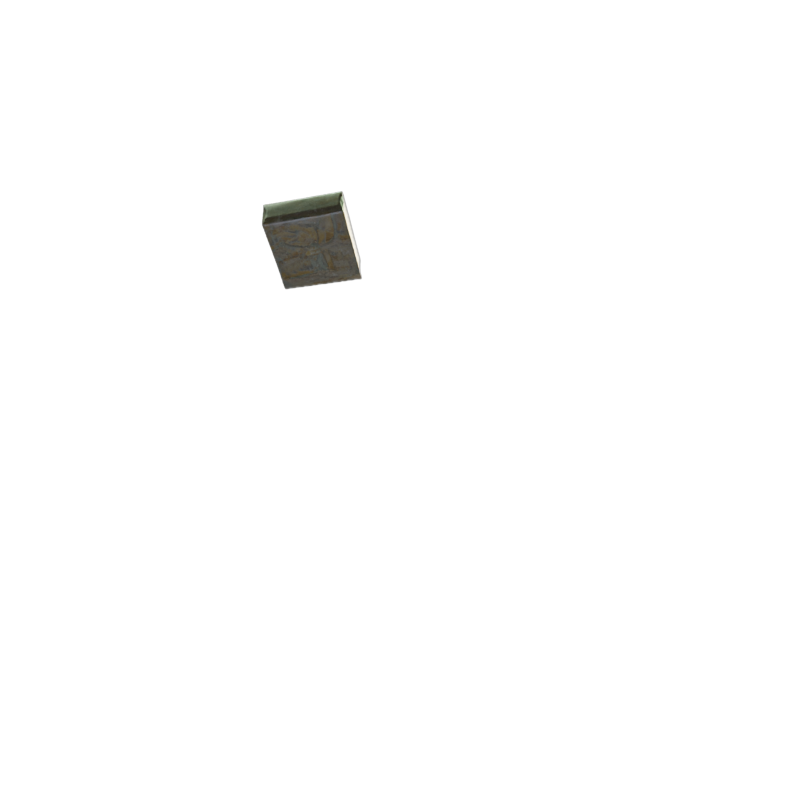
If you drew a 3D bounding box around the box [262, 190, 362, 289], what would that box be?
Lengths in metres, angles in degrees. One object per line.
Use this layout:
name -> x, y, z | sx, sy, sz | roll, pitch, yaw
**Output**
box -> -0.078, -0.142, 0.997 | 0.074, 0.032, 0.082 | -8, -42, 8
